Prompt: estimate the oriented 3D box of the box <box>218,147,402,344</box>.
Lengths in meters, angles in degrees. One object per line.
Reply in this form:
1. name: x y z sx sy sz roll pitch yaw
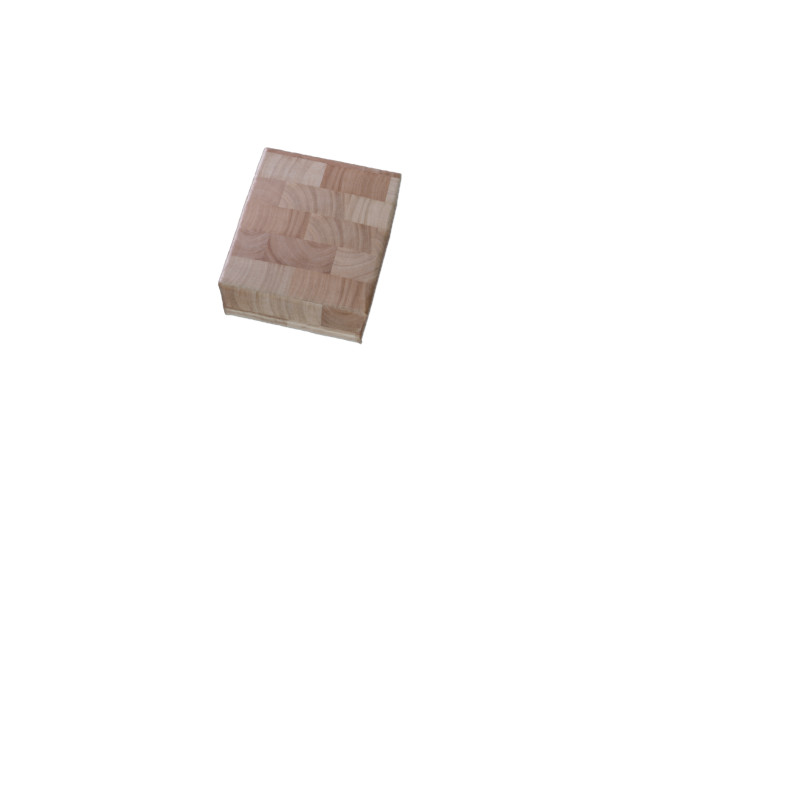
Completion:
1. box: -0.053 -0.097 0.680 0.091 0.120 0.036 10 -31 6
